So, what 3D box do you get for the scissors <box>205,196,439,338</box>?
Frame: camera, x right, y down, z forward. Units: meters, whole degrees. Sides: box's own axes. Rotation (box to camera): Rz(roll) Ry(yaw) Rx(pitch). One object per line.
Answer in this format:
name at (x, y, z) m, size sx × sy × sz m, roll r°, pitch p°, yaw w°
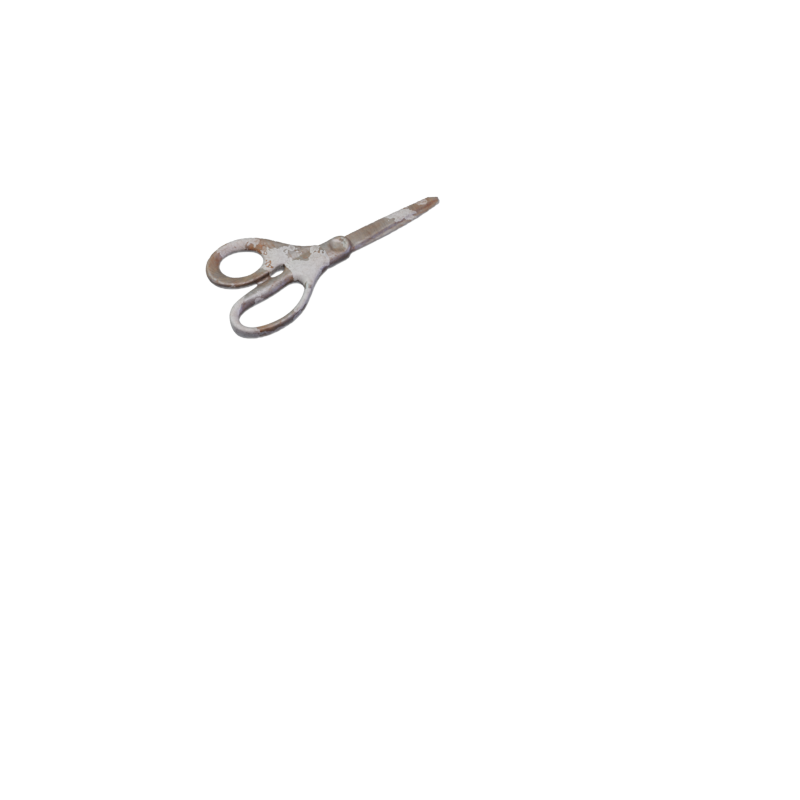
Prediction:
scissors at (-0.068, -0.124, 0.871) m, size 0.101 × 0.205 × 0.015 m, roll 34°, pitch -29°, yaw 22°
